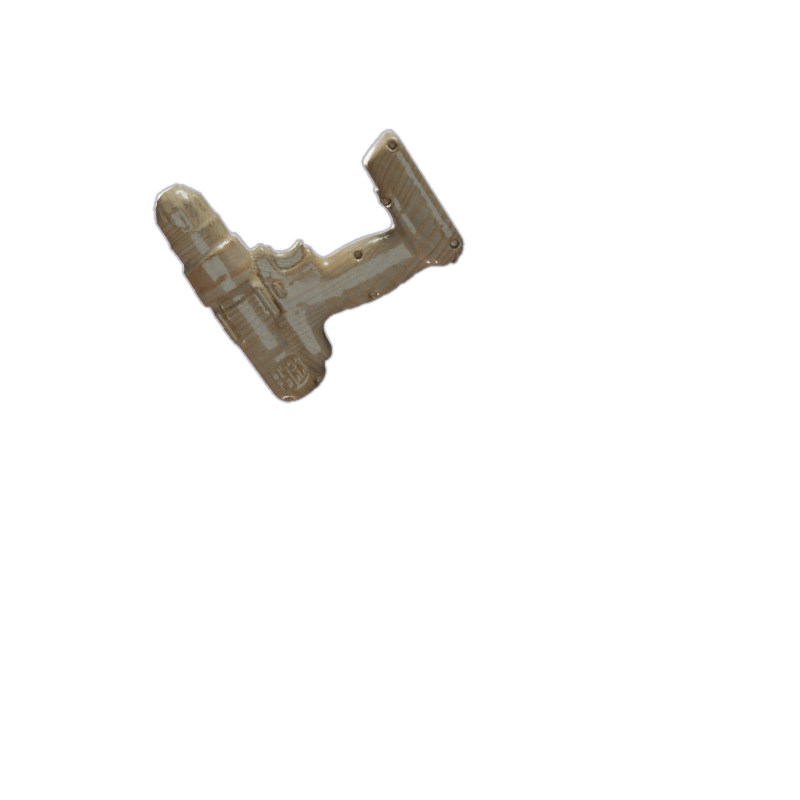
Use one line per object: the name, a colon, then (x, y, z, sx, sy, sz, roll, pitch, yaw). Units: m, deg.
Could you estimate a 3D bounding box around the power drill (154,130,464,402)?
power drill: (-0.064, -0.116, 0.814, 0.187, 0.180, 0.059, -33, 10, 6)
